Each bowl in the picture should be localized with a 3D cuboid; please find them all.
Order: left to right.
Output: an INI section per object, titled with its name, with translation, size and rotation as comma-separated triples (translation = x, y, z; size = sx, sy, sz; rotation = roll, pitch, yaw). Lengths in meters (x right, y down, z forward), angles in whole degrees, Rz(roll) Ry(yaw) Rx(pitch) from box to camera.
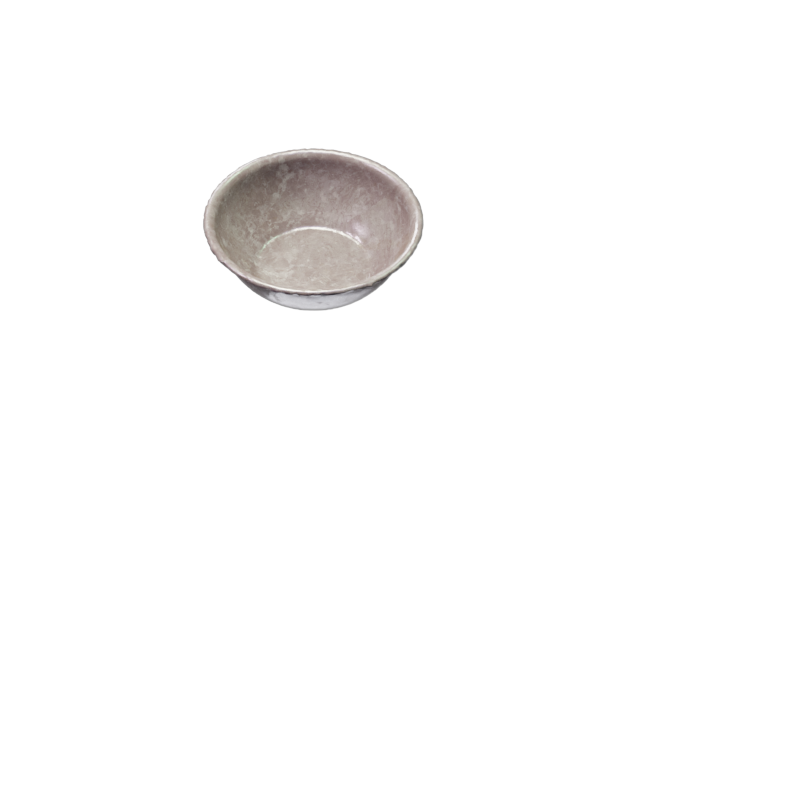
[bowl]
translation = -0.065, -0.119, 0.831
size = 0.162, 0.174, 0.051
rotation = -1, -42, -1
